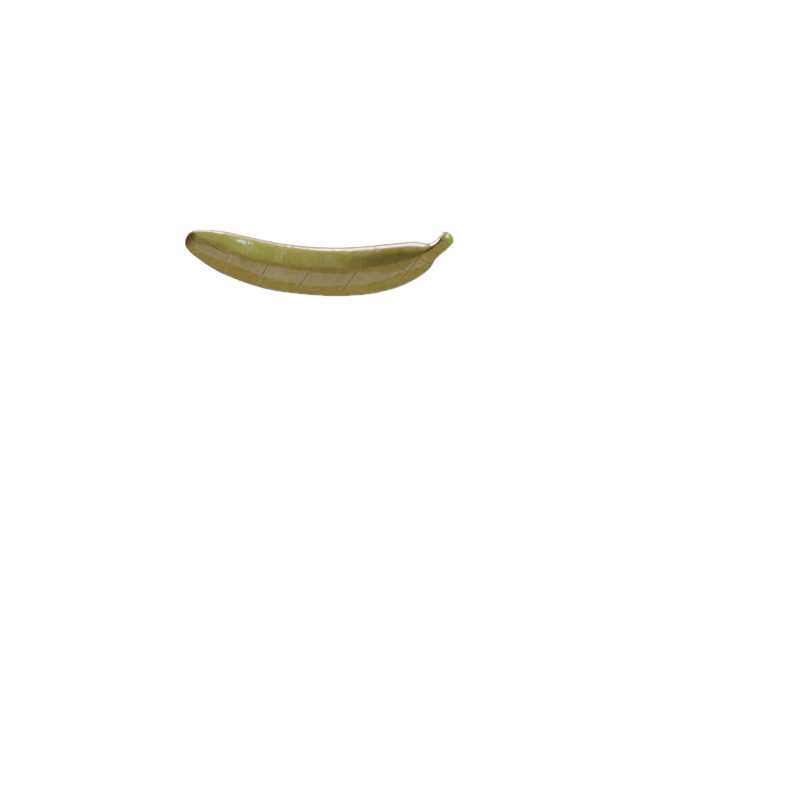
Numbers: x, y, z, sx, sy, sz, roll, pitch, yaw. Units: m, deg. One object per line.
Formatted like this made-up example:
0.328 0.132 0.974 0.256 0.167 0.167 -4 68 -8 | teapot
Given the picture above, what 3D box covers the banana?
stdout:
-0.061 -0.107 0.842 0.198 0.039 0.065 -1 -41 1 | banana
